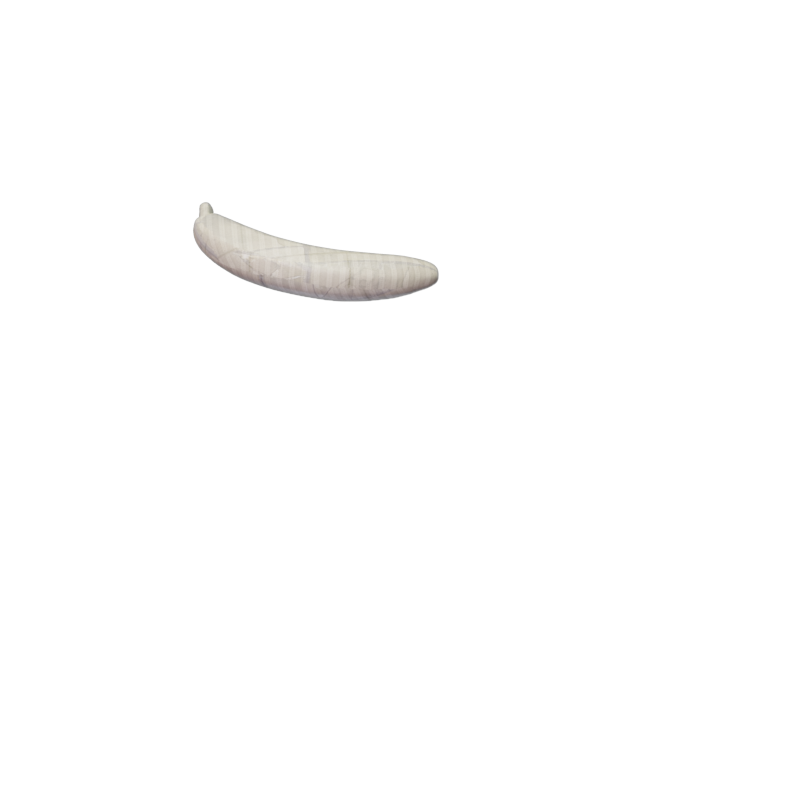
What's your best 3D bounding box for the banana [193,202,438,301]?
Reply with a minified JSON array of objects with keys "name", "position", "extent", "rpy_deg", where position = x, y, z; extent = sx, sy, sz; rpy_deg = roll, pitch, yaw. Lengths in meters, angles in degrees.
[{"name":"banana","position":[-0.074,-0.104,0.799],"extent":[0.205,0.034,0.072],"rpy_deg":[19,48,18]}]
